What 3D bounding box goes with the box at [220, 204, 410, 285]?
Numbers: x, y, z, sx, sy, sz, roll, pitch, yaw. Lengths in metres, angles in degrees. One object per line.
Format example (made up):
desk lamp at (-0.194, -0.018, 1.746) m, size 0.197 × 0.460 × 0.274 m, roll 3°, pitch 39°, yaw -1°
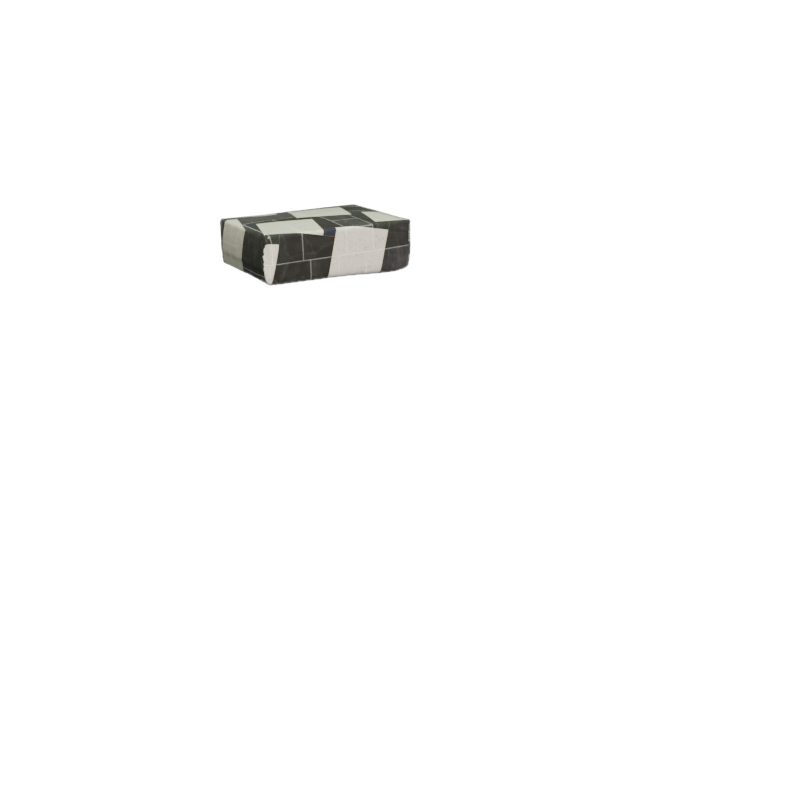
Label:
box at (-0.062, -0.113, 0.794) m, size 0.111 × 0.038 × 0.095 m, roll -9°, pitch 19°, yaw -25°
